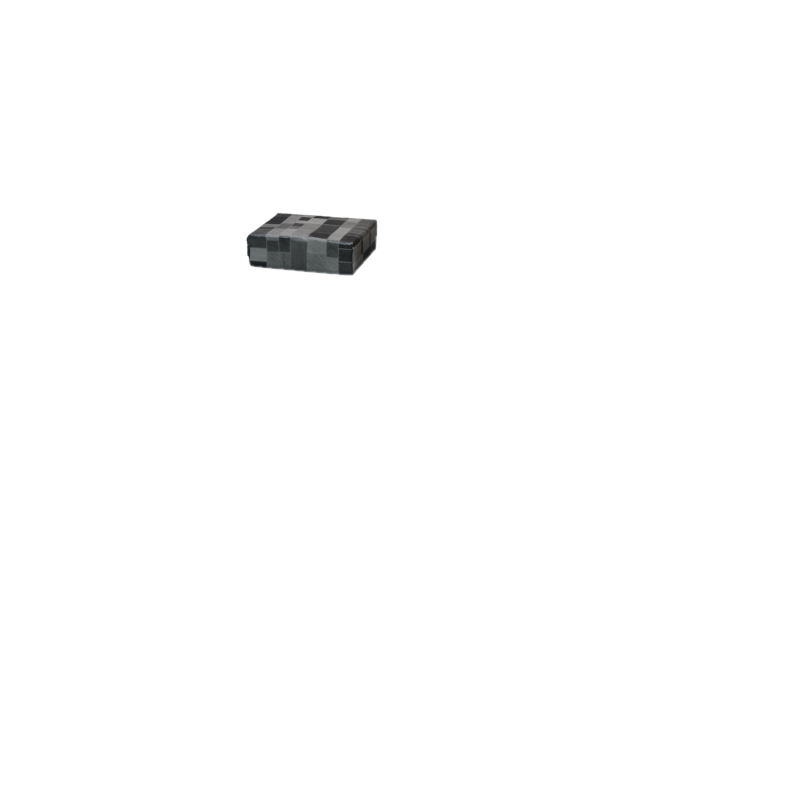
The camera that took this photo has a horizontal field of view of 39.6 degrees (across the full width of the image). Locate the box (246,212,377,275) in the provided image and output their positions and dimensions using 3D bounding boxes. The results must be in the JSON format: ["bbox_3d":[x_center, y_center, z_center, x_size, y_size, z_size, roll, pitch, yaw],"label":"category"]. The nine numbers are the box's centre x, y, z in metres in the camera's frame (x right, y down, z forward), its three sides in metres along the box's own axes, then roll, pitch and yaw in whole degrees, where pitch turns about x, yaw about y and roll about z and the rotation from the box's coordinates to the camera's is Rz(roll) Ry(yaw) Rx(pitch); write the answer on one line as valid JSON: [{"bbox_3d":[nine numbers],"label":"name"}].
[{"bbox_3d":[-0.070,-0.128,0.894,0.091,0.029,0.075,6,23,15],"label":"box"}]
